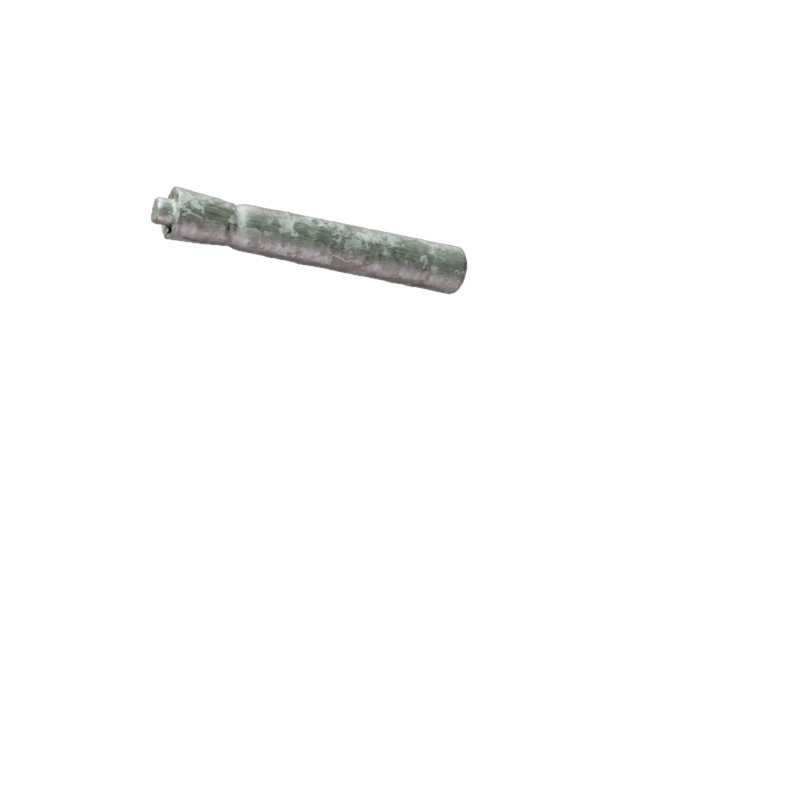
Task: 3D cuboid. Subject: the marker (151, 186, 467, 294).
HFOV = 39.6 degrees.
[{"bbox_3d":[-0.032,-0.058,0.404,0.116,0.020,0.020,8,0,-23],"label":"marker"}]
